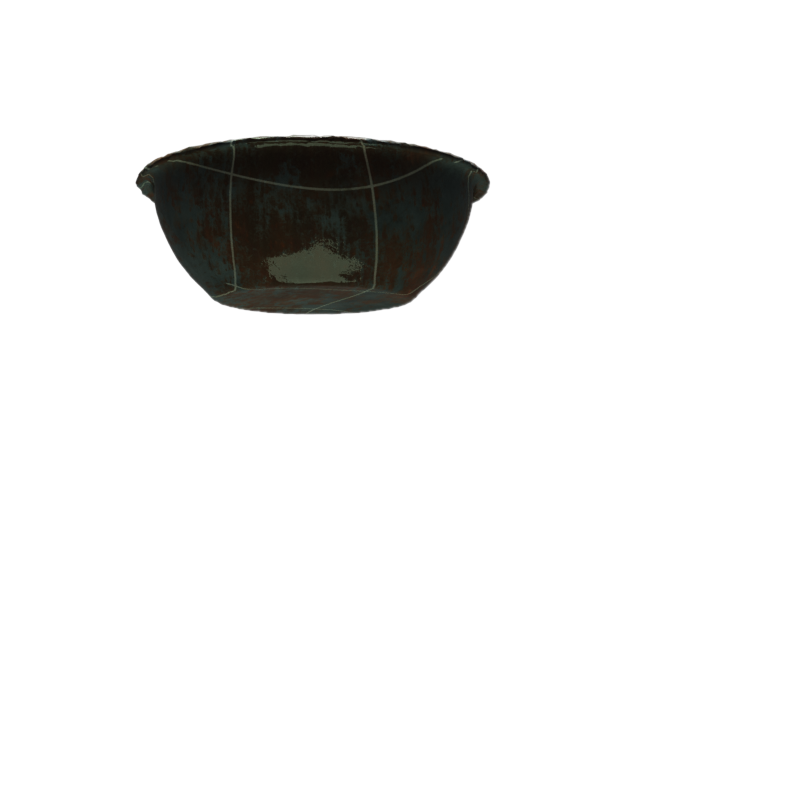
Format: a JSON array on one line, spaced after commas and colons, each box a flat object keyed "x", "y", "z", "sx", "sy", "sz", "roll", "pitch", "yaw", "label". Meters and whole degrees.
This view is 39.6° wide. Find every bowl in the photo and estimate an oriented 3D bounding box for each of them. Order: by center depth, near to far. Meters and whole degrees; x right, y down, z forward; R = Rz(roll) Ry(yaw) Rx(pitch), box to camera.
[{"x": -0.040, "y": -0.072, "z": 0.506, "sx": 0.162, "sy": 0.056, "sz": 0.159, "roll": 0, "pitch": -5, "yaw": -2, "label": "bowl"}]
